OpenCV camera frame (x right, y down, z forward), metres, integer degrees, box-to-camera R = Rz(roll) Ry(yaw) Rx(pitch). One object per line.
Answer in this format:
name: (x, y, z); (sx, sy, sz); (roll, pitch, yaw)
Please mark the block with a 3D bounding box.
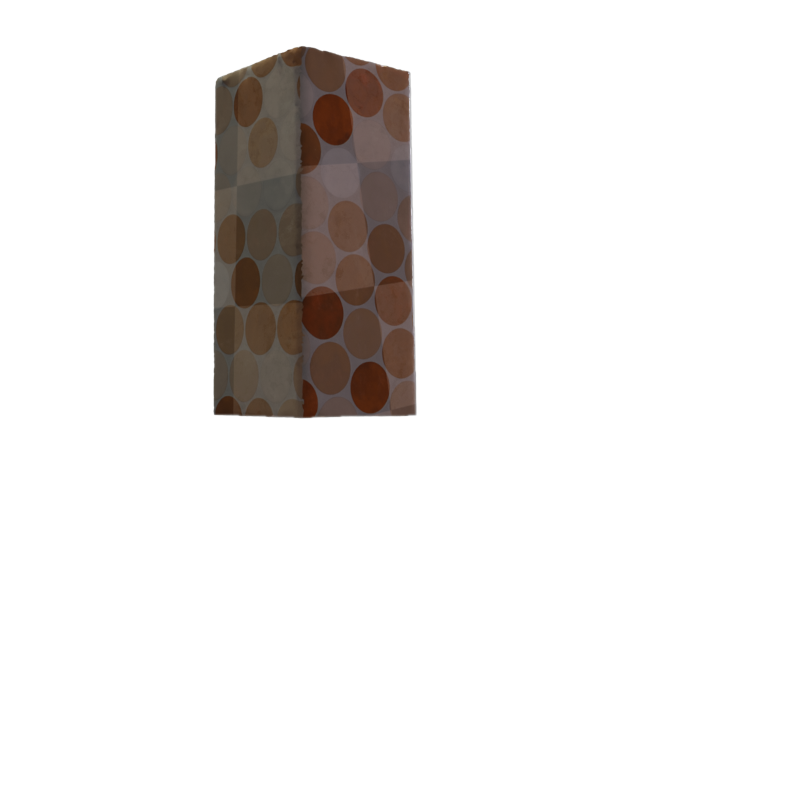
block: (-0.053, -0.095, 0.666); (0.086, 0.210, 0.093); (5, -8, -41)
